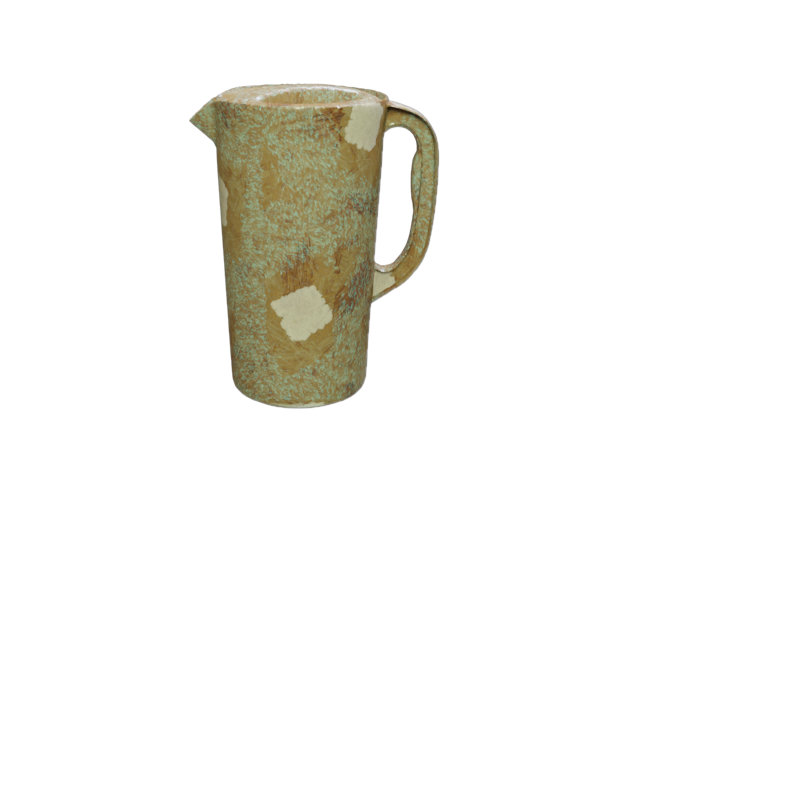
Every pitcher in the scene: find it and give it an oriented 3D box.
[{"bbox_3d":[-0.067,-0.123,0.861,0.158,0.234,0.142,16,23,40],"label":"pitcher"}]
